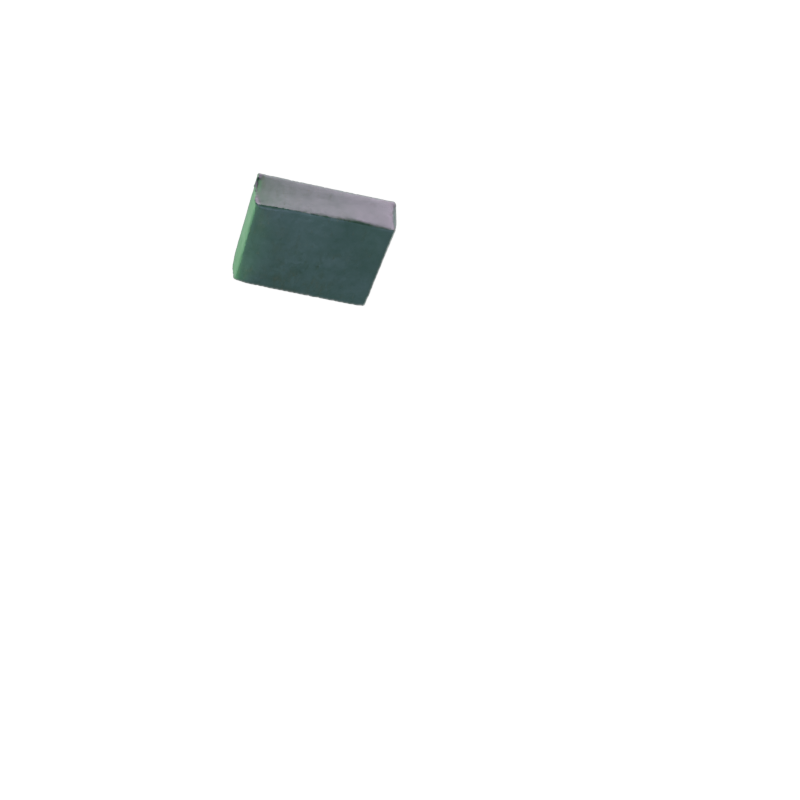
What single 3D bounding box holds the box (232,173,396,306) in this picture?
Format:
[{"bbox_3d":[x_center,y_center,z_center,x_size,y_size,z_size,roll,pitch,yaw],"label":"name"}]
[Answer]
[{"bbox_3d":[-0.068,-0.124,0.869,0.111,0.042,0.085,10,-43,-11],"label":"box"}]
